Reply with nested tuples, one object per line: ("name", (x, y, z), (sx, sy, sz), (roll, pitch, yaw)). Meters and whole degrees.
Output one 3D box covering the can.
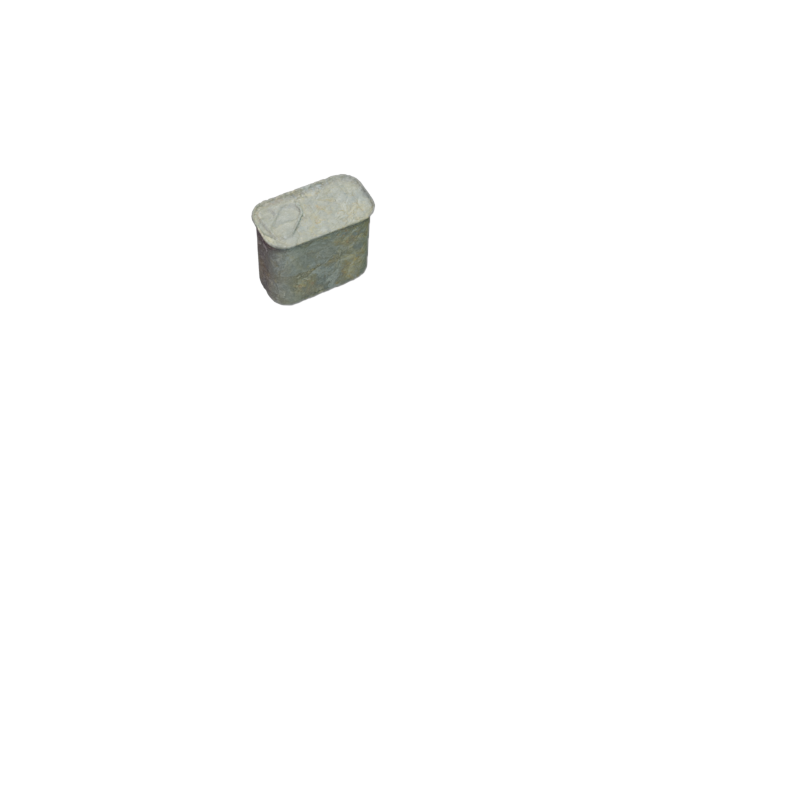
("can", (-0.075, -0.137, 0.961), (0.101, 0.062, 0.078), (-23, -32, -18))
